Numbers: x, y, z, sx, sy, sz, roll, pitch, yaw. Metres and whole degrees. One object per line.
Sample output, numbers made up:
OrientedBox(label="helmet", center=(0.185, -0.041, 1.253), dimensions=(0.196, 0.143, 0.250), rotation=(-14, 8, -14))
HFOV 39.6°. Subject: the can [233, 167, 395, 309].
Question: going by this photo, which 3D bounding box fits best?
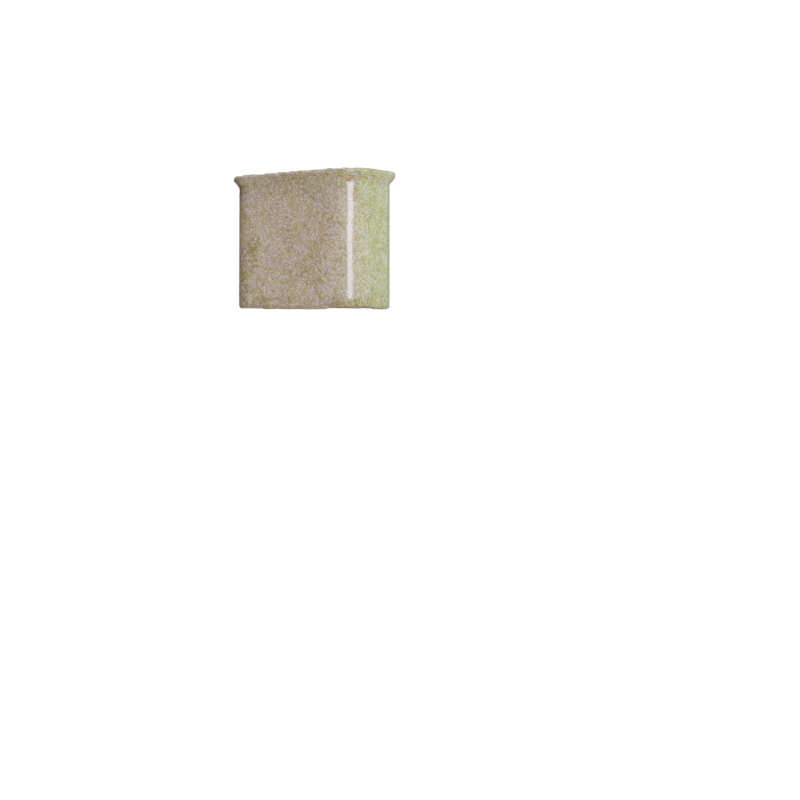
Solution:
OrientedBox(label="can", center=(-0.054, -0.099, 0.691), dimensions=(0.106, 0.084, 0.055), rotation=(2, 1, 34))
